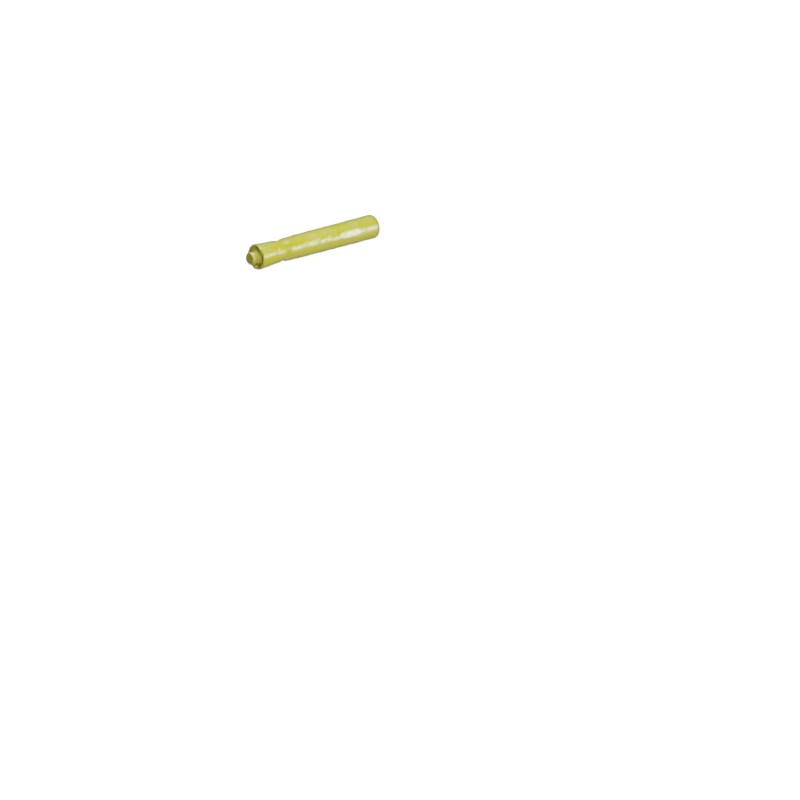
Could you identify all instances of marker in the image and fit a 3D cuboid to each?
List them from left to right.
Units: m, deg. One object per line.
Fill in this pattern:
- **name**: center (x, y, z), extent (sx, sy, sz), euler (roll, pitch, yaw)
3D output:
- **marker**: center (-0.065, -0.118, 0.829), extent (0.119, 0.019, 0.021), euler (-22, 17, -39)
